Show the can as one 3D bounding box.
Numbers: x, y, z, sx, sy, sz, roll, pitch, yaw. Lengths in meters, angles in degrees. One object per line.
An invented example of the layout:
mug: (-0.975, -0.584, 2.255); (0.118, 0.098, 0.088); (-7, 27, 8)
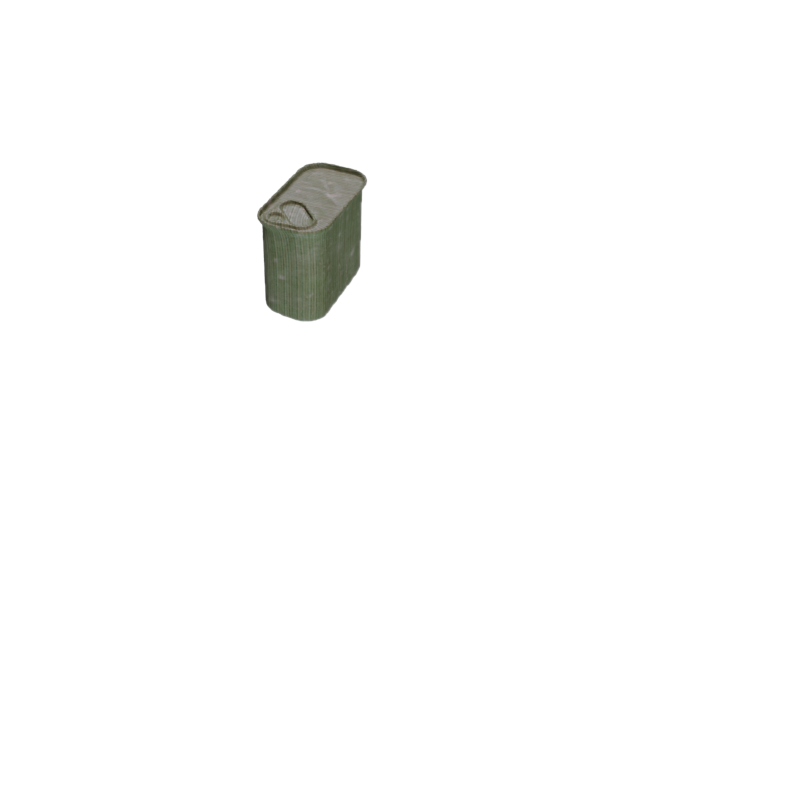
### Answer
can: (-0.067, -0.123, 0.858); (0.059, 0.078, 0.105); (15, 39, 17)
